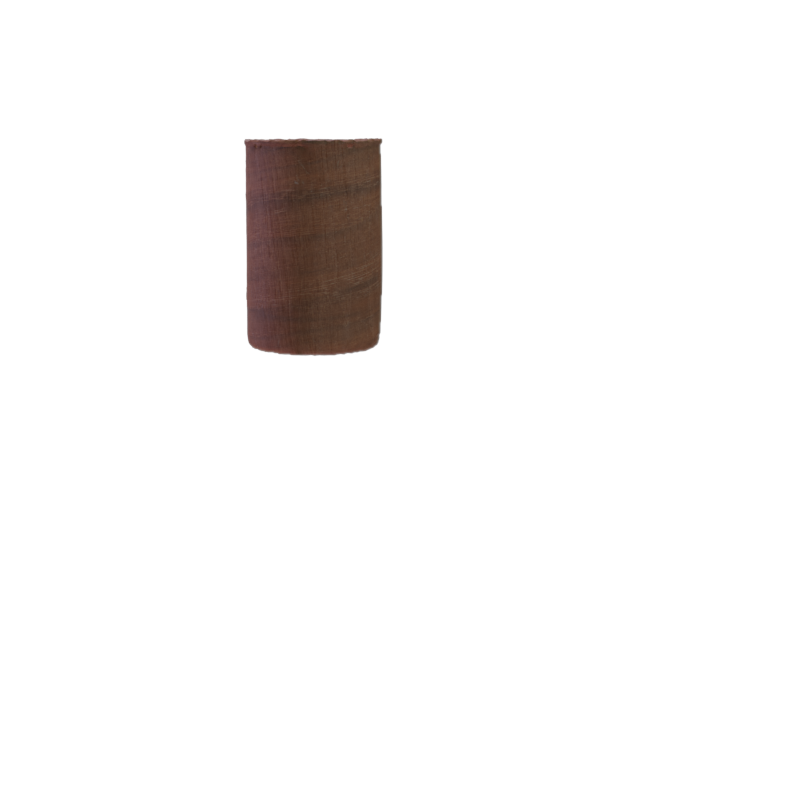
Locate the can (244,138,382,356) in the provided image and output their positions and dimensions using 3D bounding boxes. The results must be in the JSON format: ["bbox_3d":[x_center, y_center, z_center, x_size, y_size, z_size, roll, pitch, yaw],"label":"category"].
[{"bbox_3d":[-0.043,-0.078,0.549,0.068,0.101,0.070,0,8,-2],"label":"can"}]
